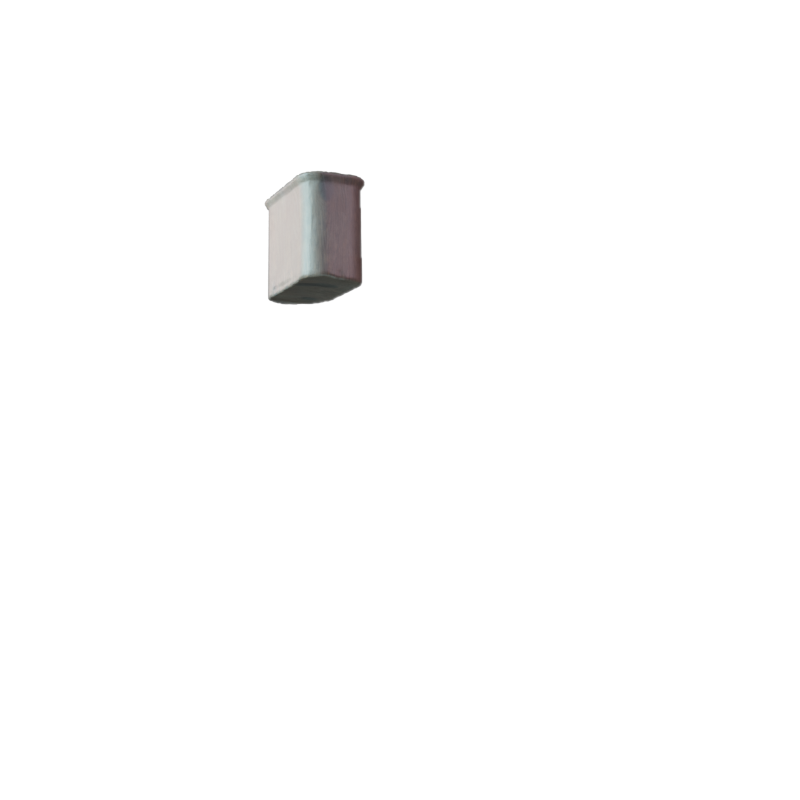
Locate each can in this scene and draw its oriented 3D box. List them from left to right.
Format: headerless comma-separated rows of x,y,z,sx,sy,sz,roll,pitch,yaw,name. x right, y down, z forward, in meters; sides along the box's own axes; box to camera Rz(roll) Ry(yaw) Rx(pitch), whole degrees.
-0.069,-0.126,0.883,0.055,0.087,0.102,6,-13,-26,can
